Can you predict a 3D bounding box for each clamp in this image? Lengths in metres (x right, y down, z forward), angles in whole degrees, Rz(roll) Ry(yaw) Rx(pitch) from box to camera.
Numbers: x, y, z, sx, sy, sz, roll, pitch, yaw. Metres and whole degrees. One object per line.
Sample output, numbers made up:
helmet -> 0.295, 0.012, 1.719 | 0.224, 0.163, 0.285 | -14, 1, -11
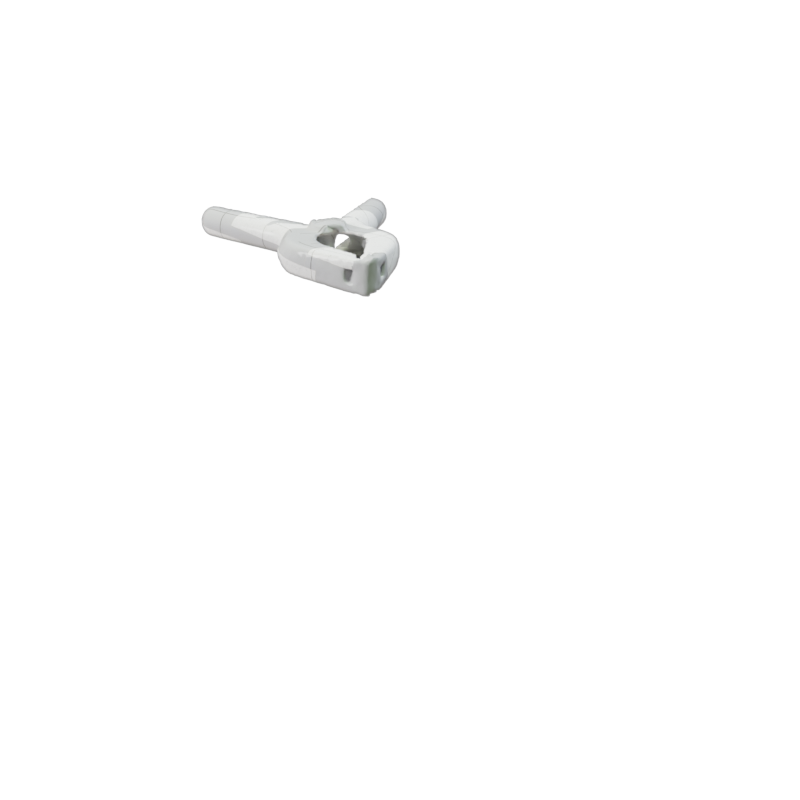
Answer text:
clamp -> -0.069, -0.126, 0.883 | 0.162, 0.035, 0.222 | -5, 23, -12
